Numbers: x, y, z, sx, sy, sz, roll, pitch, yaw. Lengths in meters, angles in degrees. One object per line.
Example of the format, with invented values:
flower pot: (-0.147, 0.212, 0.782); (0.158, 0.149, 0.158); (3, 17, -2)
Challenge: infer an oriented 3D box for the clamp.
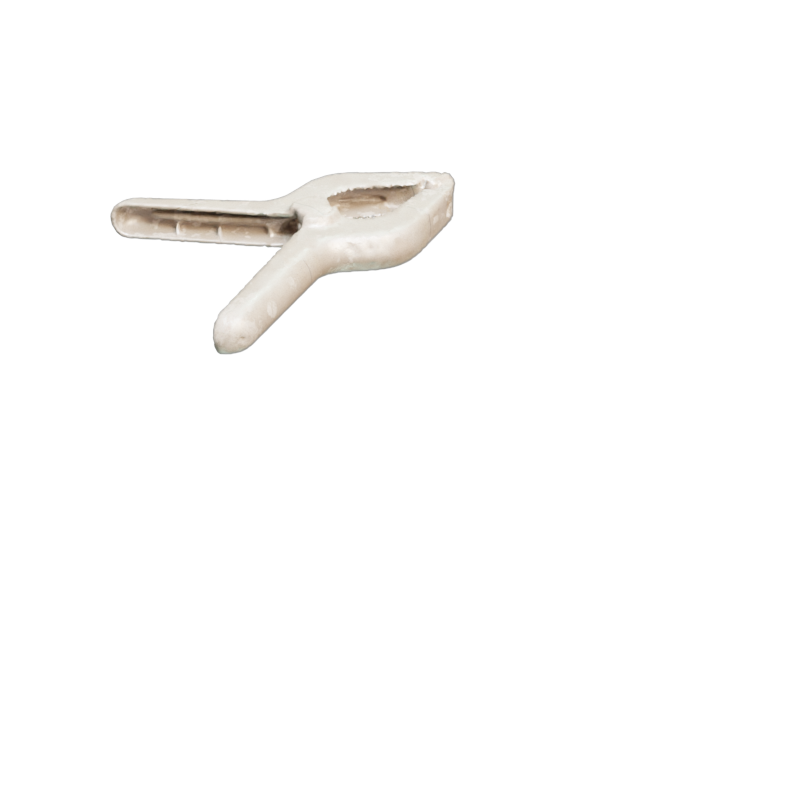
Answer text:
clamp: (-0.052, -0.094, 0.660); (0.207, 0.034, 0.178); (-15, 38, -19)
